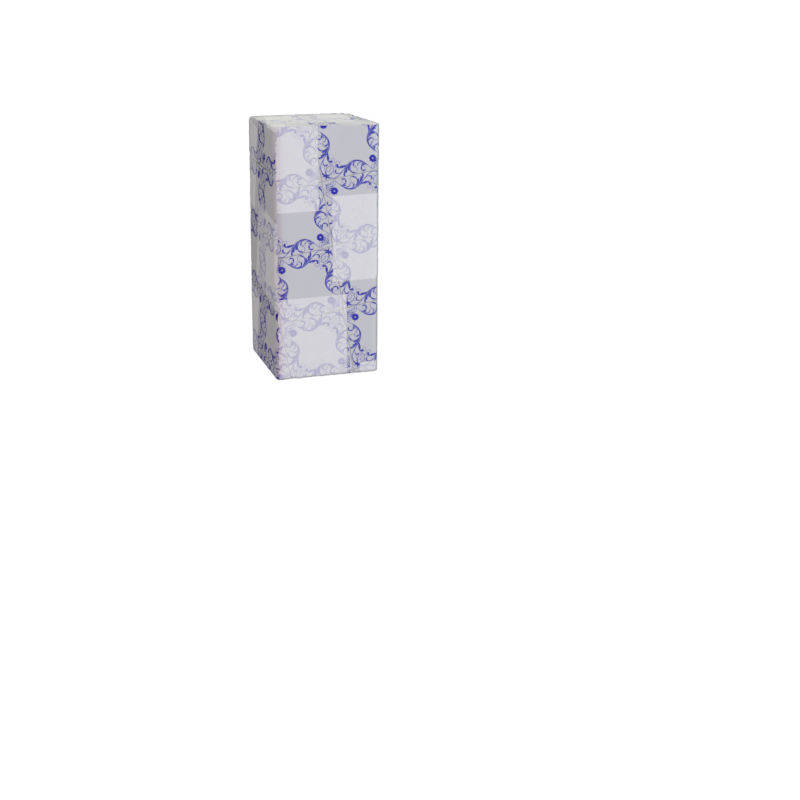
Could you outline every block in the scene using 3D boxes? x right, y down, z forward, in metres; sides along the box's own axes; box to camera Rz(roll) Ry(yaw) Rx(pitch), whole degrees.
[{"bbox_3d":[-0.073,-0.133,0.930,0.088,0.200,0.095,-4,15,-18],"label":"block"}]
